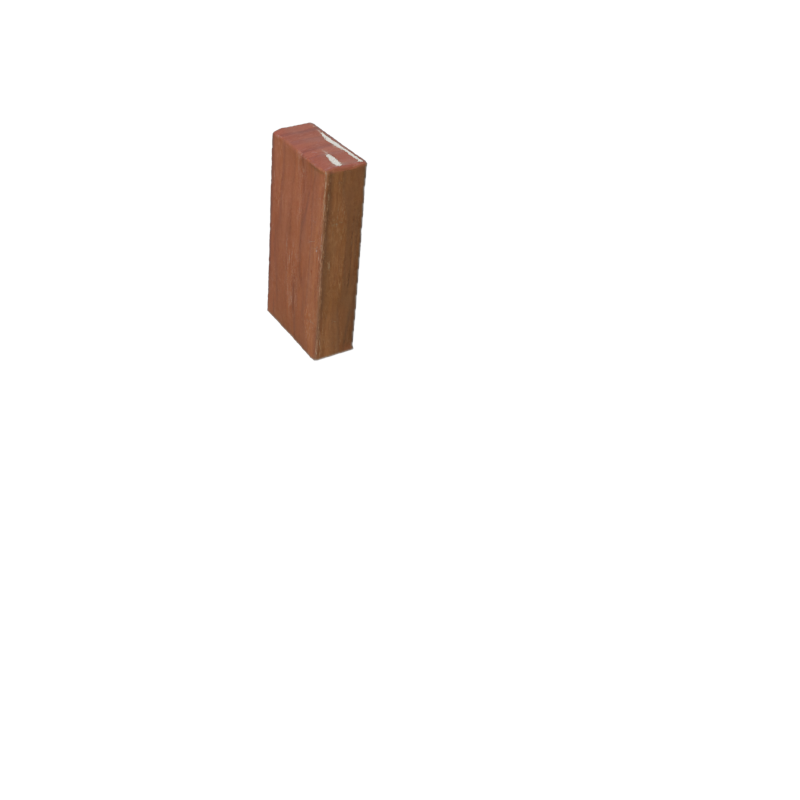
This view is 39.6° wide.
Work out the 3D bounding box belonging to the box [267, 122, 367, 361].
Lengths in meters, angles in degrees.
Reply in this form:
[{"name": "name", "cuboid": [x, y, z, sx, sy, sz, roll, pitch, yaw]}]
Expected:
[{"name": "box", "cuboid": [-0.073, -0.132, 0.922, 0.047, 0.166, 0.101, -15, 36, -27]}]
